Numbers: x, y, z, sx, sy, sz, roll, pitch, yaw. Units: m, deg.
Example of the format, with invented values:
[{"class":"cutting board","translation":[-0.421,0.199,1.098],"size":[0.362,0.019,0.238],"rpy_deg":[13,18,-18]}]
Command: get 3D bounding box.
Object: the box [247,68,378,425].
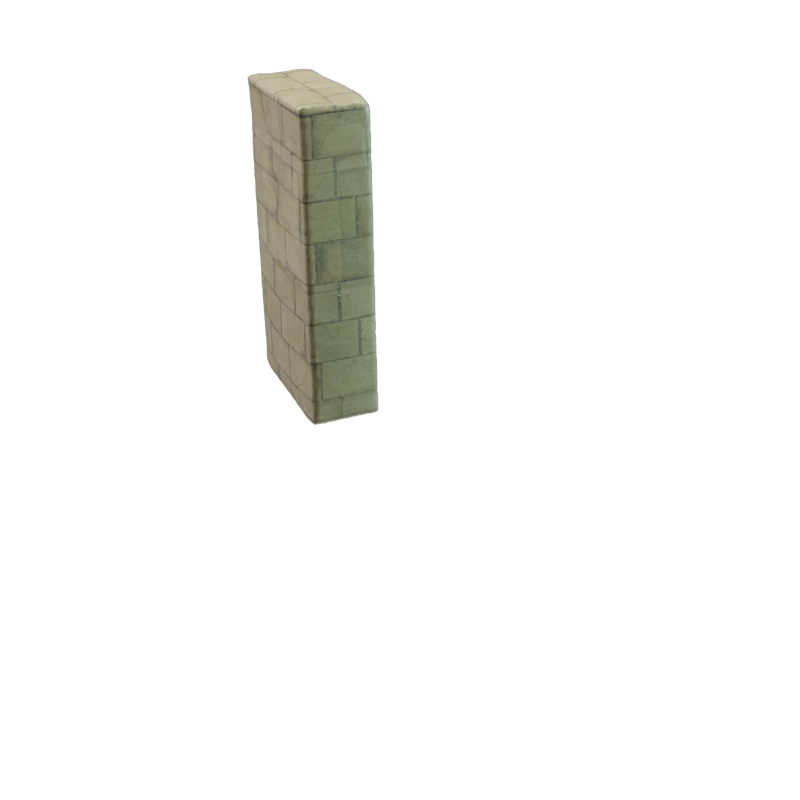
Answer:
[{"class":"box","translation":[-0.048,-0.087,0.613],"size":[0.047,0.168,0.100],"rpy_deg":[-7,24,-21]}]
